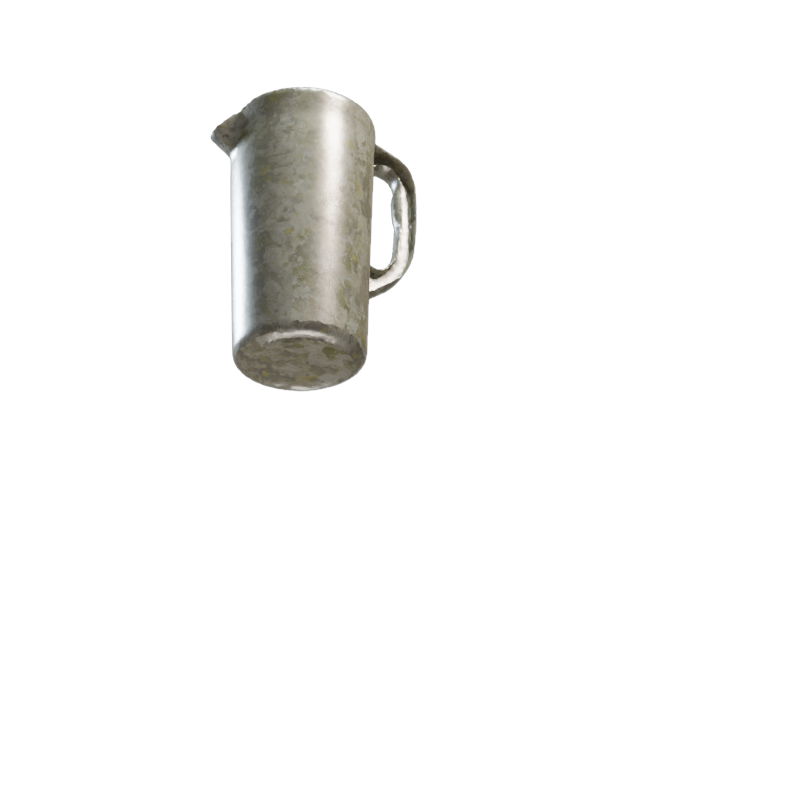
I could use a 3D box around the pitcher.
[{"bbox_3d":[-0.074,-0.135,0.946,0.151,0.259,0.134,-14,-33,19],"label":"pitcher"}]
